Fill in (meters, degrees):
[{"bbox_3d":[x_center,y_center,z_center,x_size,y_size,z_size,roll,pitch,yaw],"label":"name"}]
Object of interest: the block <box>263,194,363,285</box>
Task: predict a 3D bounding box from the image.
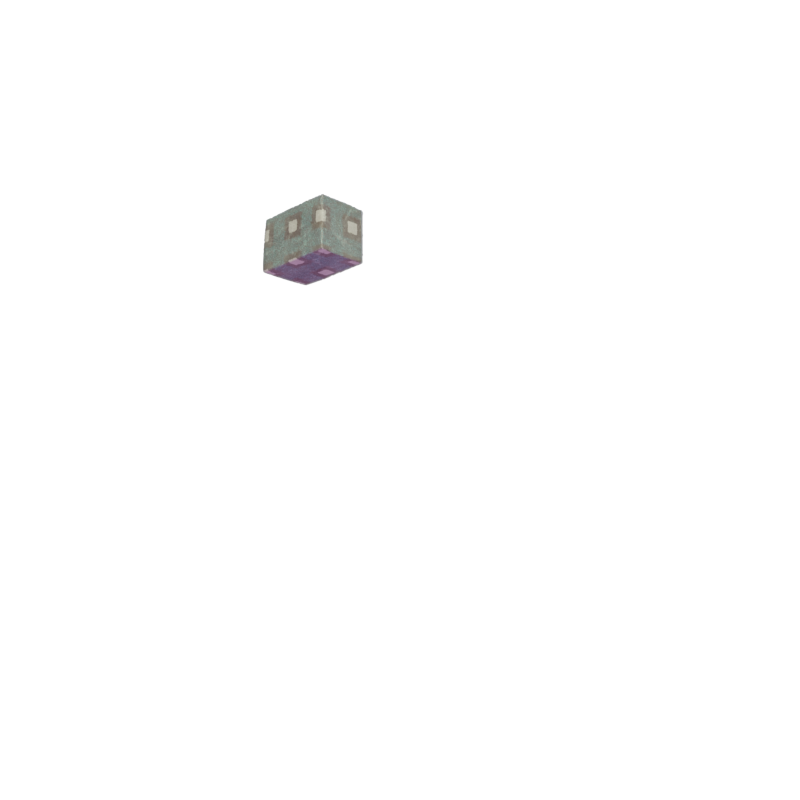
[{"bbox_3d":[-0.077,-0.141,0.986,0.079,0.054,0.050,-17,-25,41],"label":"block"}]
